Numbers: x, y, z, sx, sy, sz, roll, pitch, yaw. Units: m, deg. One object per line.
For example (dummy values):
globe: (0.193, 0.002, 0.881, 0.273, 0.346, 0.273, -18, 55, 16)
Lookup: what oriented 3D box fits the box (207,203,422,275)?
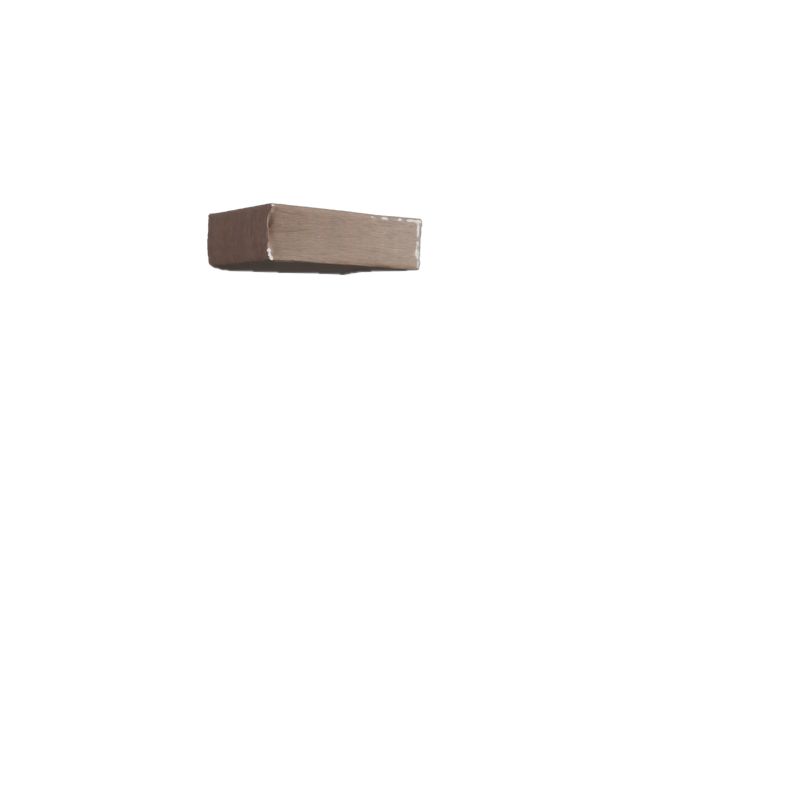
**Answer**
box: (-0.056, -0.102, 0.716, 0.109, 0.039, 0.093, -2, 3, -32)
